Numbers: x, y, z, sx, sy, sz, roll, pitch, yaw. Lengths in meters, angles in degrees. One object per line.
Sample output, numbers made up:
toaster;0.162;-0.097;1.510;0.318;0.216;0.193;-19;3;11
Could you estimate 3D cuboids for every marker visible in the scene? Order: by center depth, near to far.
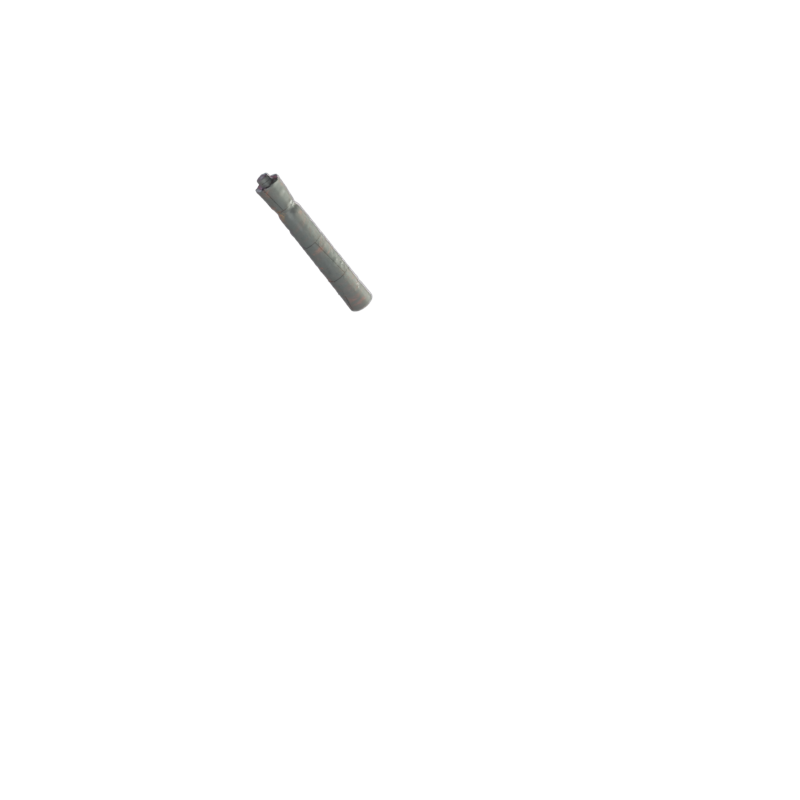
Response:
marker;-0.060;-0.109;0.765;0.020;0.114;0.021;-32;26;17
